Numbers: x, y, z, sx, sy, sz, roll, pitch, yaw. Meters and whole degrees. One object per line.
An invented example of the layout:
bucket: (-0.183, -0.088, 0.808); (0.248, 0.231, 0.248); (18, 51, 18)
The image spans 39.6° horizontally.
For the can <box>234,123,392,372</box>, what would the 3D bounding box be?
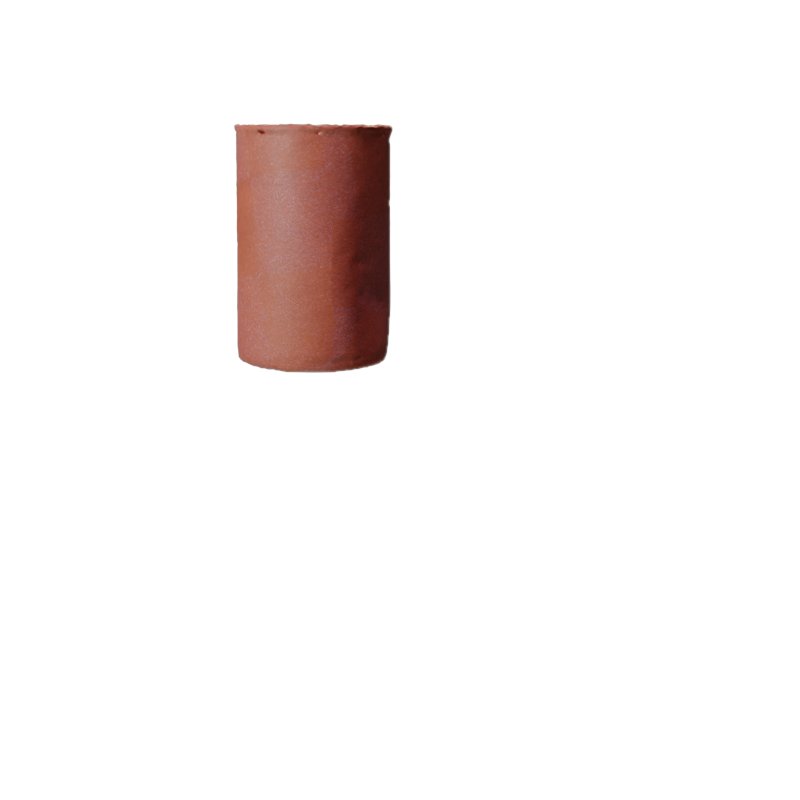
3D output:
can: (-0.038, -0.069, 0.482); (0.068, 0.100, 0.070); (0, 9, -2)
